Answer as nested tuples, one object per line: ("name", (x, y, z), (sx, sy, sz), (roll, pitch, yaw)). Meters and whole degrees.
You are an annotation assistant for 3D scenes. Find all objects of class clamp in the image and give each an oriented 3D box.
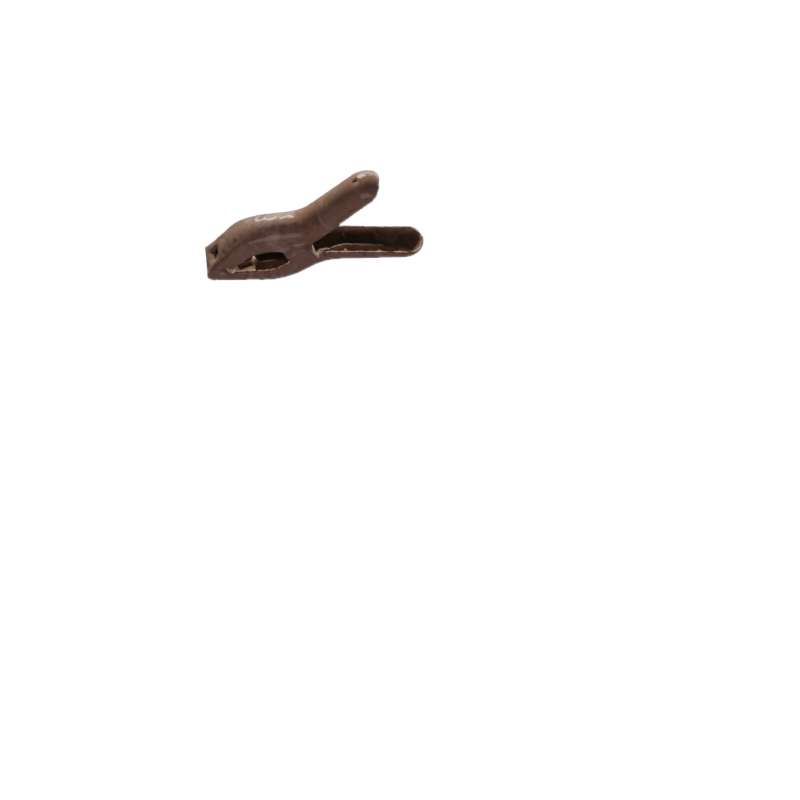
("clamp", (-0.068, -0.124, 0.870), (0.174, 0.042, 0.111), (-13, -29, 26))
